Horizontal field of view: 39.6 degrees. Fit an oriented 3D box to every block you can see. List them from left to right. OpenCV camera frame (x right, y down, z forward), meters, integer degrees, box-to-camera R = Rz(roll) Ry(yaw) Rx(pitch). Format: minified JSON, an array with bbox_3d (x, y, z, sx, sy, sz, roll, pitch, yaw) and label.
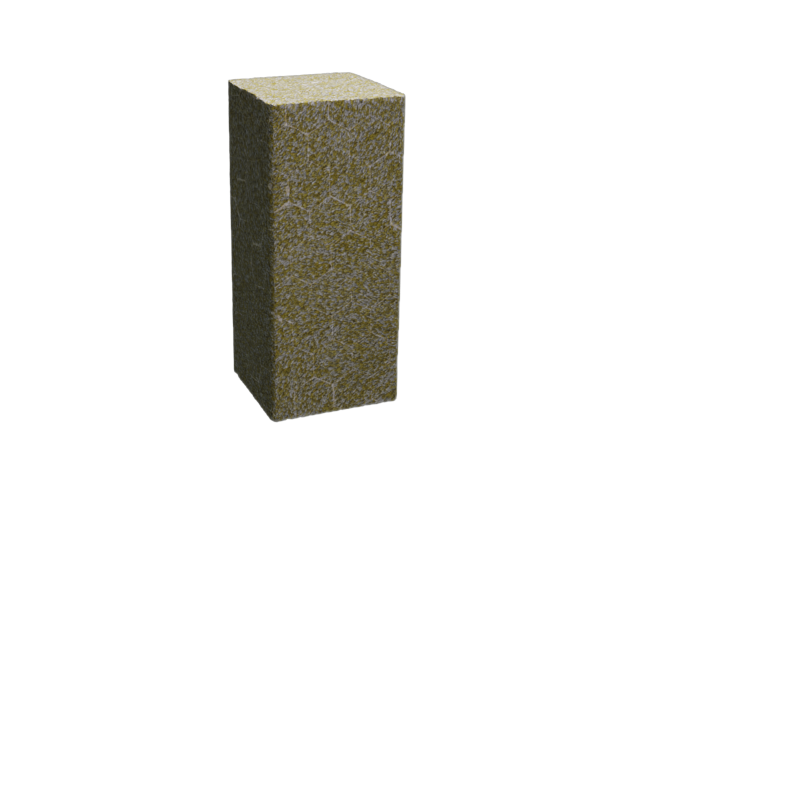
[{"bbox_3d":[-0.057,-0.104,0.729,0.089,0.197,0.096,-8,23,-23],"label":"block"}]
